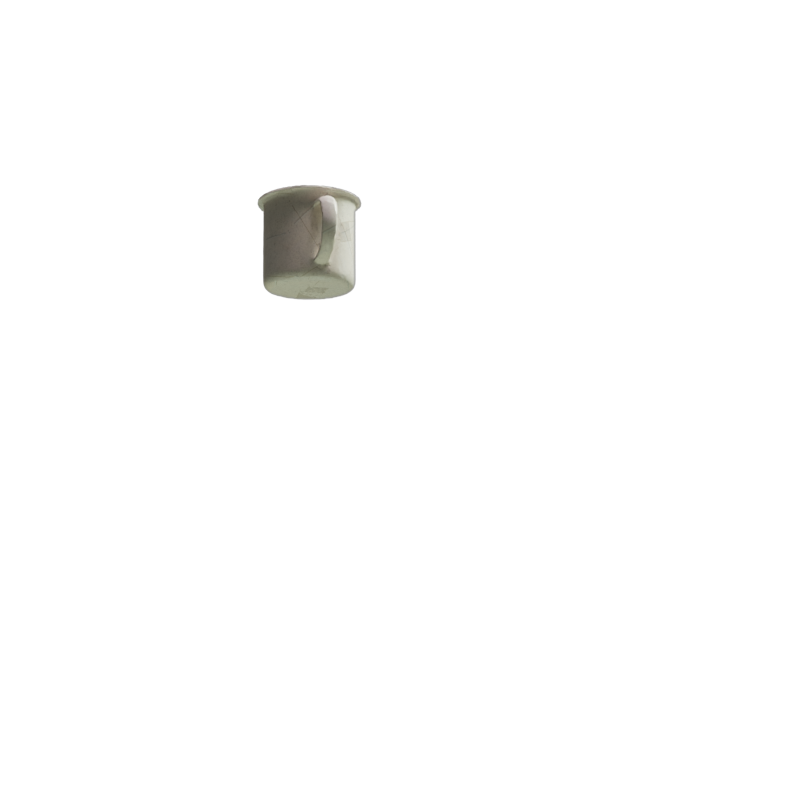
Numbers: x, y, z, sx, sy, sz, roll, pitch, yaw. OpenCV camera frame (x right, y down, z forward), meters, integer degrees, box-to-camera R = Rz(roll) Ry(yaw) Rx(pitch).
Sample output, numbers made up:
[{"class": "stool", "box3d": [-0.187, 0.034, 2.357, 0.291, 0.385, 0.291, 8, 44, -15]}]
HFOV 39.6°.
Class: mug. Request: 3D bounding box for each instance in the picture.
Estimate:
[{"class": "mug", "box3d": [-0.076, -0.139, 0.970, 0.091, 0.084, 0.116, 4, -13, -20]}]
